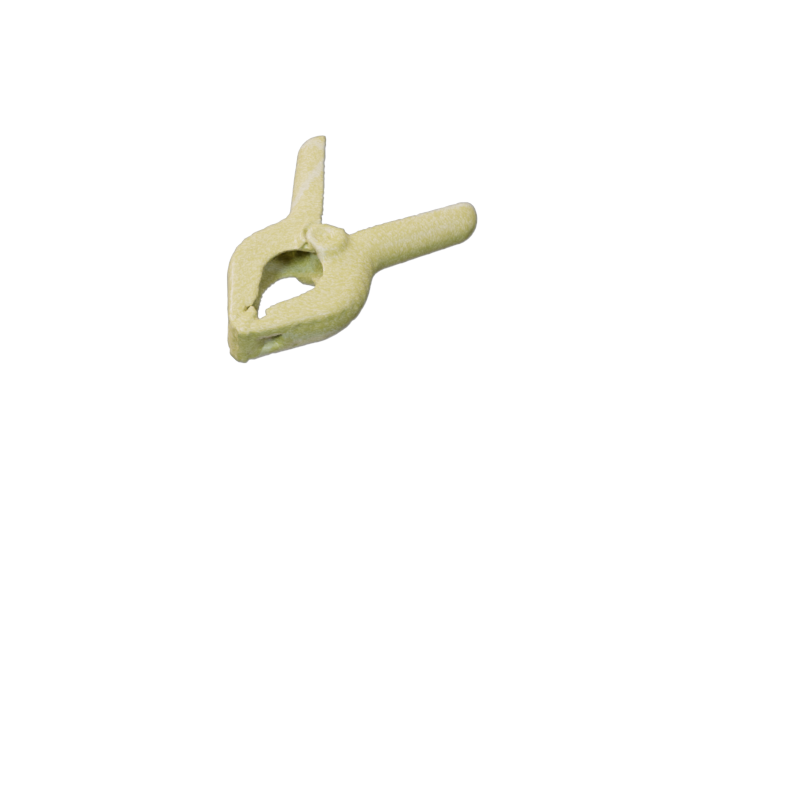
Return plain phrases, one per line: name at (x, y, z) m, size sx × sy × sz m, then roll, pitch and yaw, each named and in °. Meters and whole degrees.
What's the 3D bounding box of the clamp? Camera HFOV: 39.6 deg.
clamp at (-0.050, -0.091, 0.636) m, size 0.127 × 0.036 × 0.173 m, roll 30°, pitch 51°, yaw 27°
